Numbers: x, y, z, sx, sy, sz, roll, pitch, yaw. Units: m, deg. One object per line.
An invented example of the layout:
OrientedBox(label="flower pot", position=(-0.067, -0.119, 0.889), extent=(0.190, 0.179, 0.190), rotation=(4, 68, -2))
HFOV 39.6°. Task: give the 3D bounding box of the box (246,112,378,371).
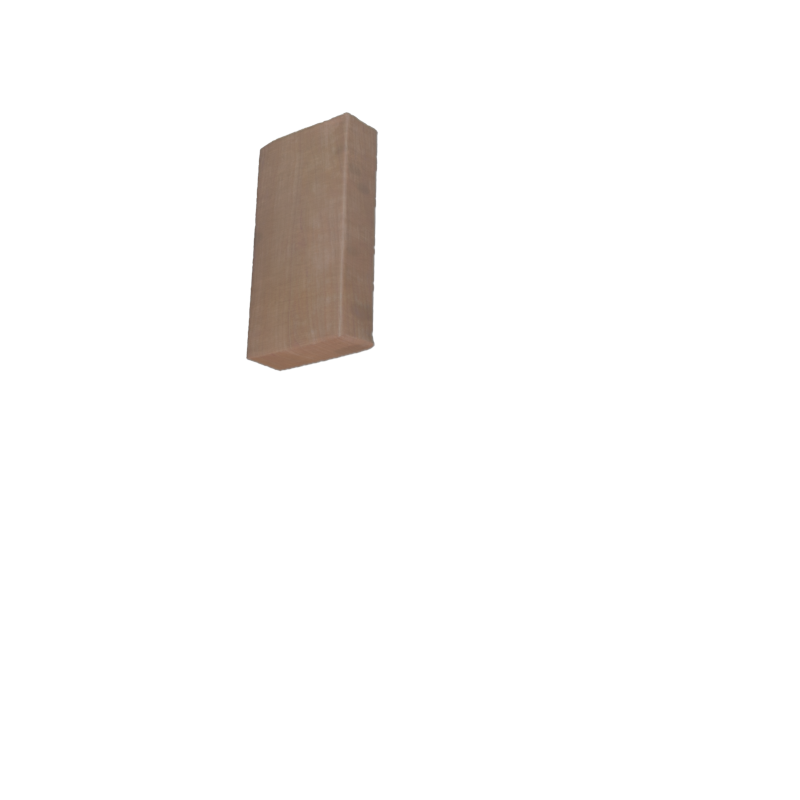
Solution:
OrientedBox(label="box", position=(-0.065, -0.117, 0.822), extent=(0.095, 0.185, 0.045), rotation=(-16, -25, 35))
